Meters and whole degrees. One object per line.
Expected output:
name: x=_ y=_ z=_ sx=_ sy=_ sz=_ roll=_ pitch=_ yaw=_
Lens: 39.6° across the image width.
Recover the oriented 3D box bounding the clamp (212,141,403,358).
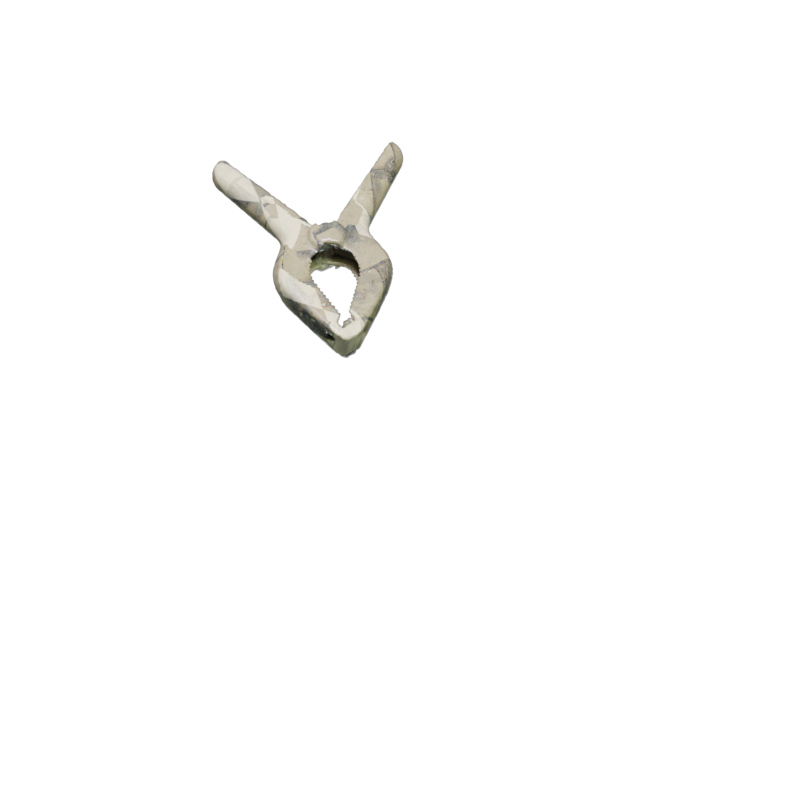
clamp: x=-0.070 y=-0.128 z=0.899 sx=0.164 sy=0.226 sz=0.034 roll=-4 pitch=-36 yaw=-3
